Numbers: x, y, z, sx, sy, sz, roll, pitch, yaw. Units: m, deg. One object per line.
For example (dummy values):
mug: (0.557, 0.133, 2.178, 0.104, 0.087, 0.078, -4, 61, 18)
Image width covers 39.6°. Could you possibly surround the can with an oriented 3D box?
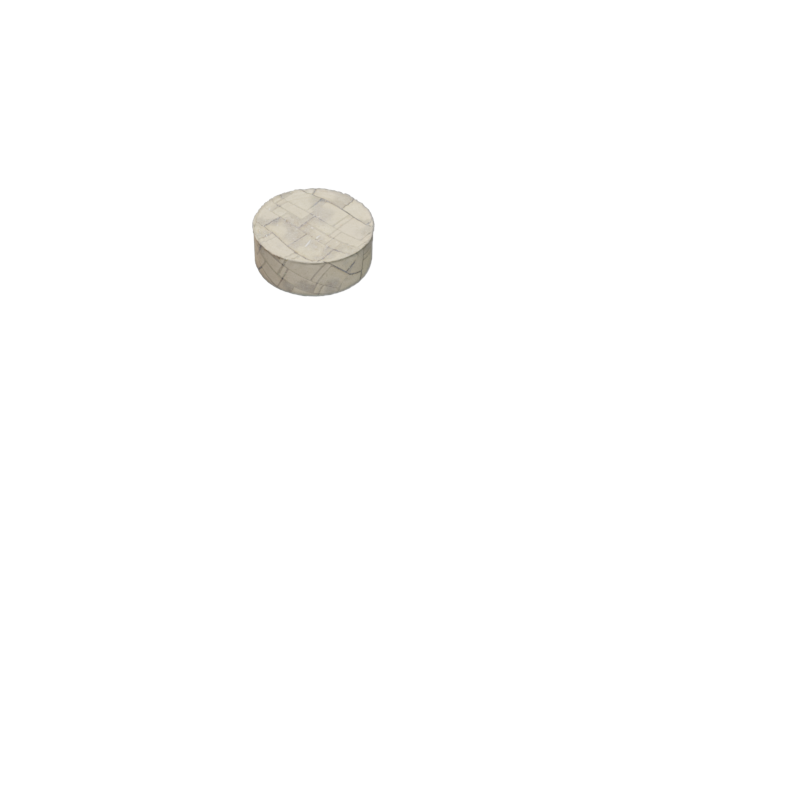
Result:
can: (-0.062, -0.112, 0.786, 0.086, 0.031, 0.092, -1, 43, -2)
